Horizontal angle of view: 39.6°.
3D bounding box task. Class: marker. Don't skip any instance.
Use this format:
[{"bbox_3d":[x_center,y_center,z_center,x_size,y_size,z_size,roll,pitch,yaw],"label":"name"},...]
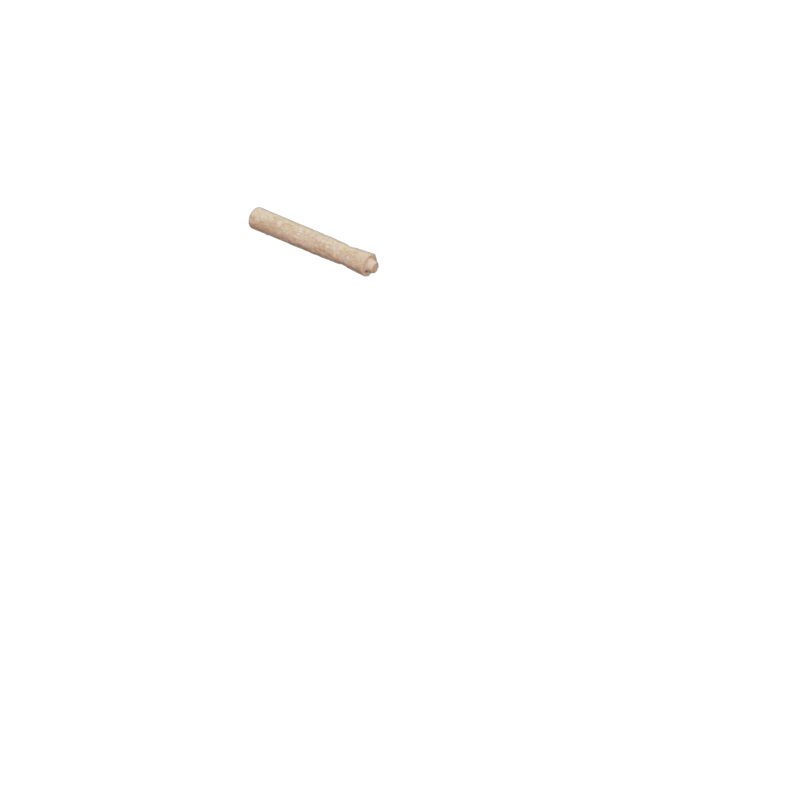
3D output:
[{"bbox_3d":[-0.068,-0.124,0.869,0.128,0.019,0.019,26,17,30],"label":"marker"}]
